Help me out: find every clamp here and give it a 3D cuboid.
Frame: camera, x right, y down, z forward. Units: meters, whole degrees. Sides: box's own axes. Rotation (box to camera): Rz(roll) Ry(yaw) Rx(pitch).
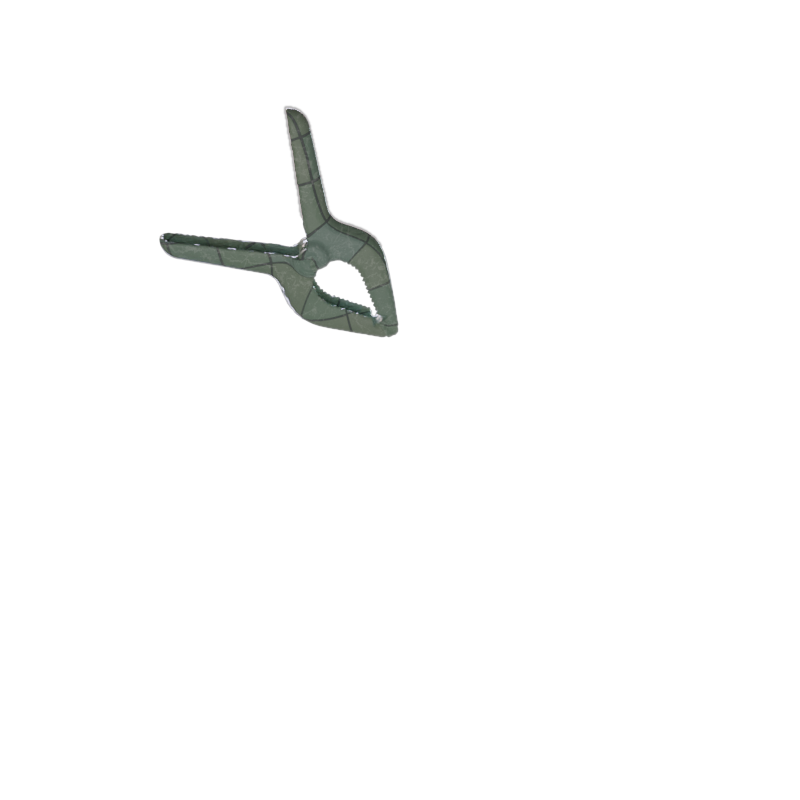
[{"bbox_3d":[-0.073,-0.133,0.930,0.203,0.162,0.038,36,18,-14],"label":"clamp"}]
